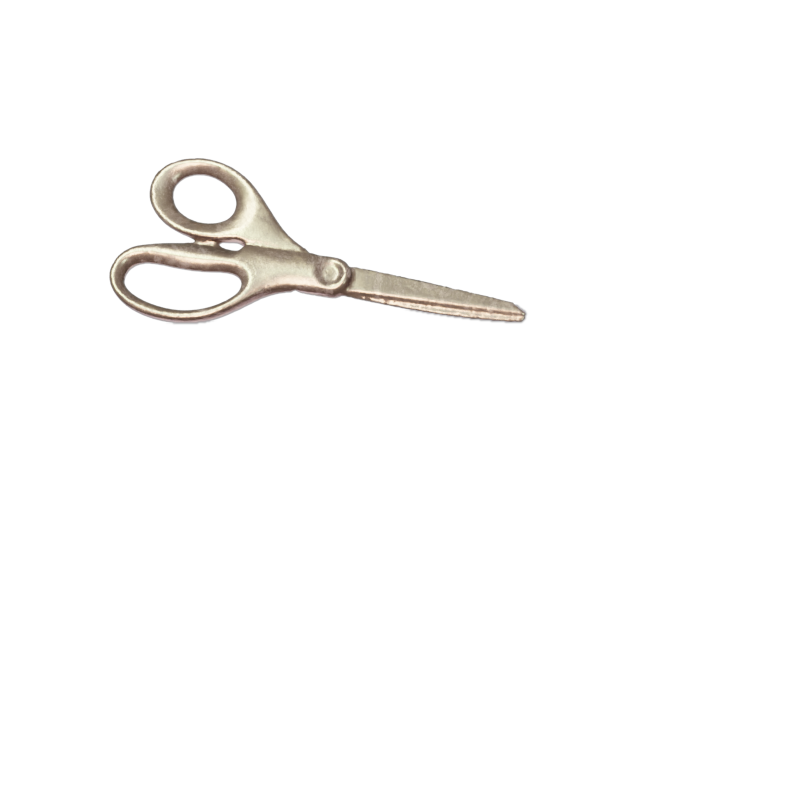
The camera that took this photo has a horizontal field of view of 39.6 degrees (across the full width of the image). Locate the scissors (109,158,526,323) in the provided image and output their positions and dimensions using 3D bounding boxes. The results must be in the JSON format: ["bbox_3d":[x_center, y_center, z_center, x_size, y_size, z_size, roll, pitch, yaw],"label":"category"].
[{"bbox_3d":[-0.043,-0.079,0.554,0.201,0.101,0.015,-3,-21,-1],"label":"scissors"}]
